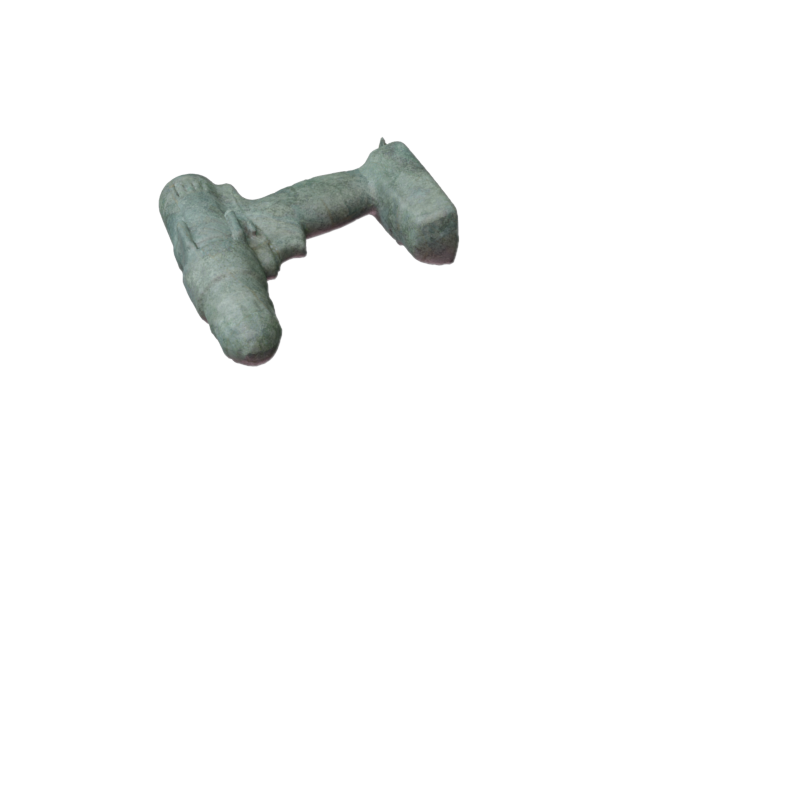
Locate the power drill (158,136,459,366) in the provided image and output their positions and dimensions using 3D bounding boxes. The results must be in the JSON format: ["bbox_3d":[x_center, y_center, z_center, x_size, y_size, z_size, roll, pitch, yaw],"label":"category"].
[{"bbox_3d":[-0.059,-0.108,0.756,0.185,0.053,0.200,-15,46,-16],"label":"power drill"}]
